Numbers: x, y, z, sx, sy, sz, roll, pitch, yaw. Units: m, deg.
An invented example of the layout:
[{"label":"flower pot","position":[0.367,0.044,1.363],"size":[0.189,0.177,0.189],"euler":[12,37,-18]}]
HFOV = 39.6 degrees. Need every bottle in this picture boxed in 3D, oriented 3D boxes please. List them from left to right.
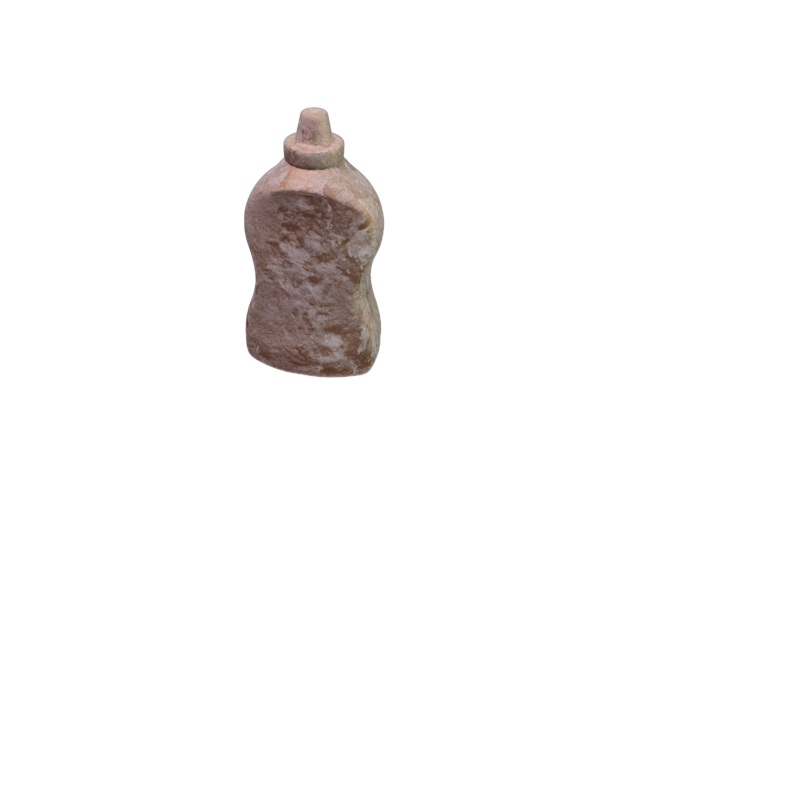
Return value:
[{"label":"bottle","position":[-0.060,-0.110,0.770],"size":[0.098,0.180,0.061],"euler":[10,31,13]}]
